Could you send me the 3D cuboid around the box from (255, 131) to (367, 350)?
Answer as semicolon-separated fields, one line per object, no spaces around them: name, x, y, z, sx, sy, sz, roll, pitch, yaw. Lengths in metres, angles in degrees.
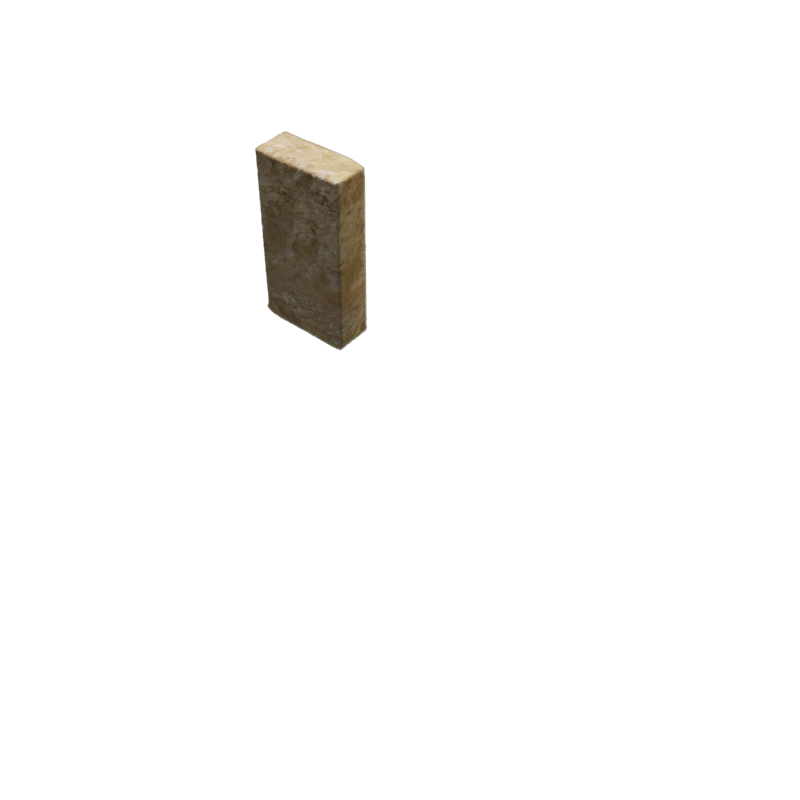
box;-0.075;-0.138;0.964;0.099;0.165;0.048;29;44;30
